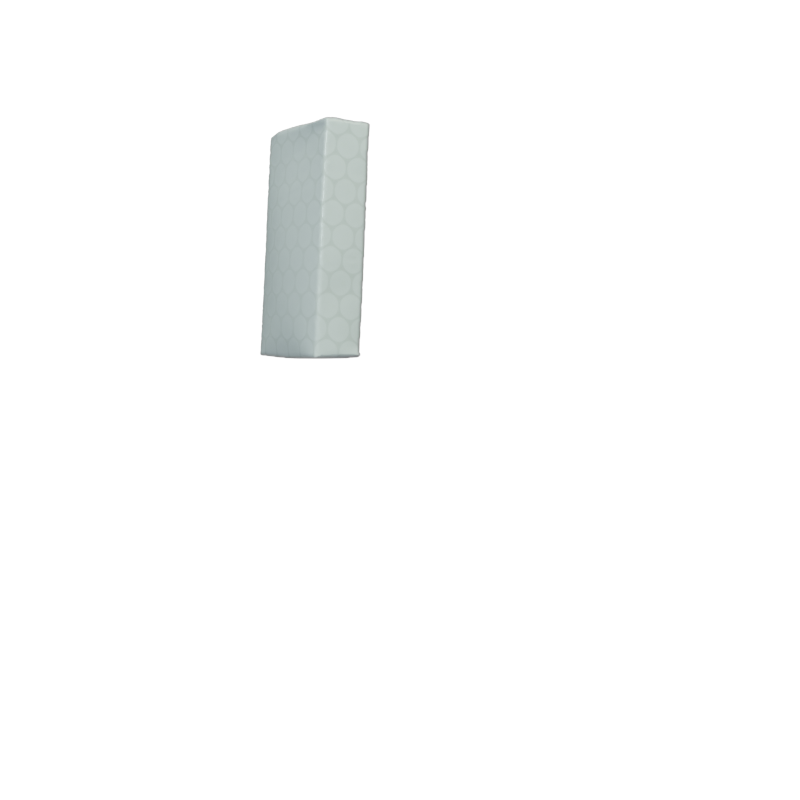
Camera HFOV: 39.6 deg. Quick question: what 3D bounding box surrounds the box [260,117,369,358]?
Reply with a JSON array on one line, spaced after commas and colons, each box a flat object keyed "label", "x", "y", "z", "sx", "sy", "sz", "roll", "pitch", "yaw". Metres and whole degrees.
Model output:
[{"label": "box", "x": -0.066, "y": -0.120, "z": 0.843, "sx": 0.046, "sy": 0.178, "sz": 0.096, "roll": 2, "pitch": -4, "yaw": -32}]
